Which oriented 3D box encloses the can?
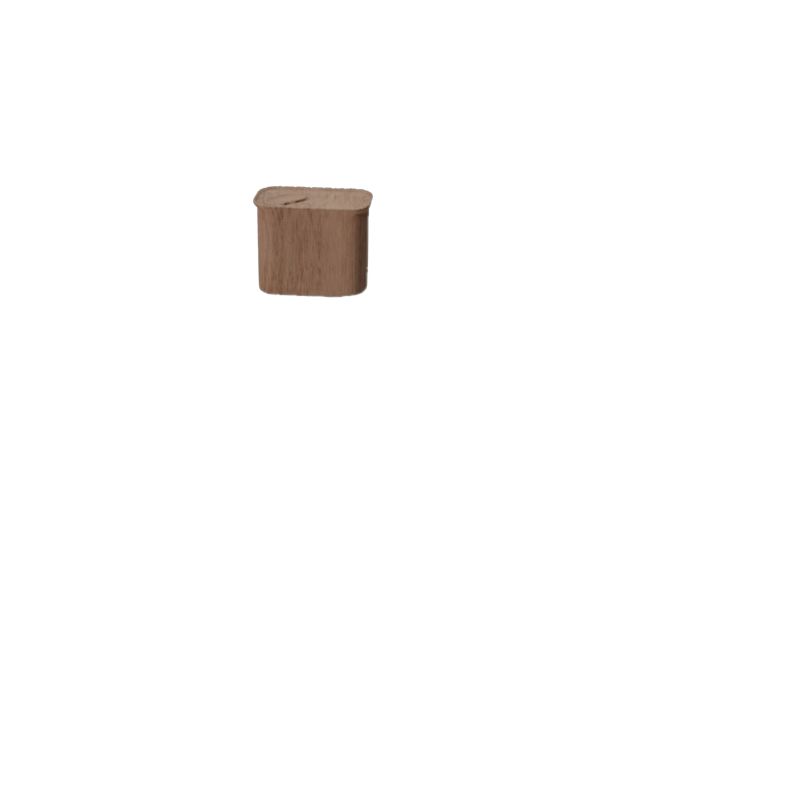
[{"bbox_3d":[-0.076,-0.139,0.972,0.103,0.080,0.060,3,24,5],"label":"can"}]
